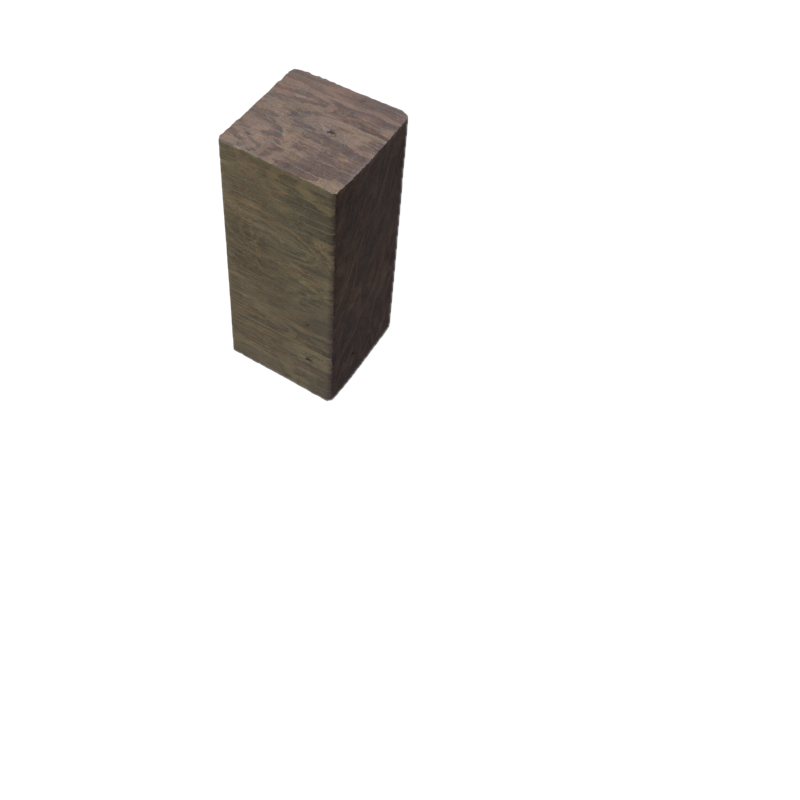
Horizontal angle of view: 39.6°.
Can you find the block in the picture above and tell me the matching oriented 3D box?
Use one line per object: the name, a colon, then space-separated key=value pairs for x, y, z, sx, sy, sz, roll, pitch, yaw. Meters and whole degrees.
block: x=-0.059 y=-0.109 z=0.761 sx=0.095 sy=0.192 sz=0.093 roll=27 pitch=54 yaw=18
